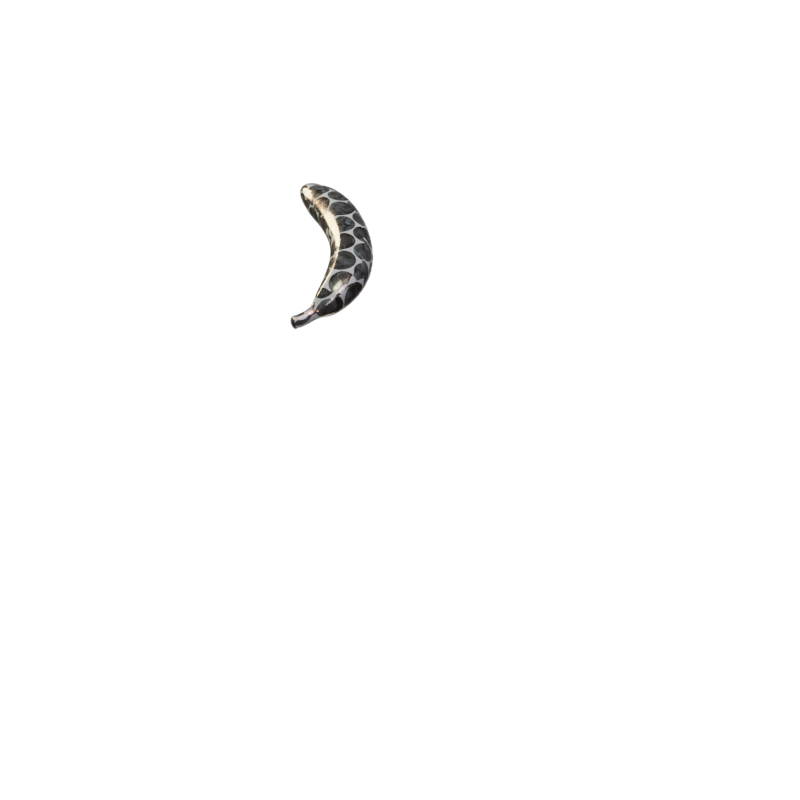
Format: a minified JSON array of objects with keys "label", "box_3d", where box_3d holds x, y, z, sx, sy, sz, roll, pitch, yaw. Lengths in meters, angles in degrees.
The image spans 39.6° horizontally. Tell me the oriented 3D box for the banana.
[{"label":"banana","box_3d":[-0.059,-0.139,0.990,0.070,0.034,0.212,0,41,-1]}]
